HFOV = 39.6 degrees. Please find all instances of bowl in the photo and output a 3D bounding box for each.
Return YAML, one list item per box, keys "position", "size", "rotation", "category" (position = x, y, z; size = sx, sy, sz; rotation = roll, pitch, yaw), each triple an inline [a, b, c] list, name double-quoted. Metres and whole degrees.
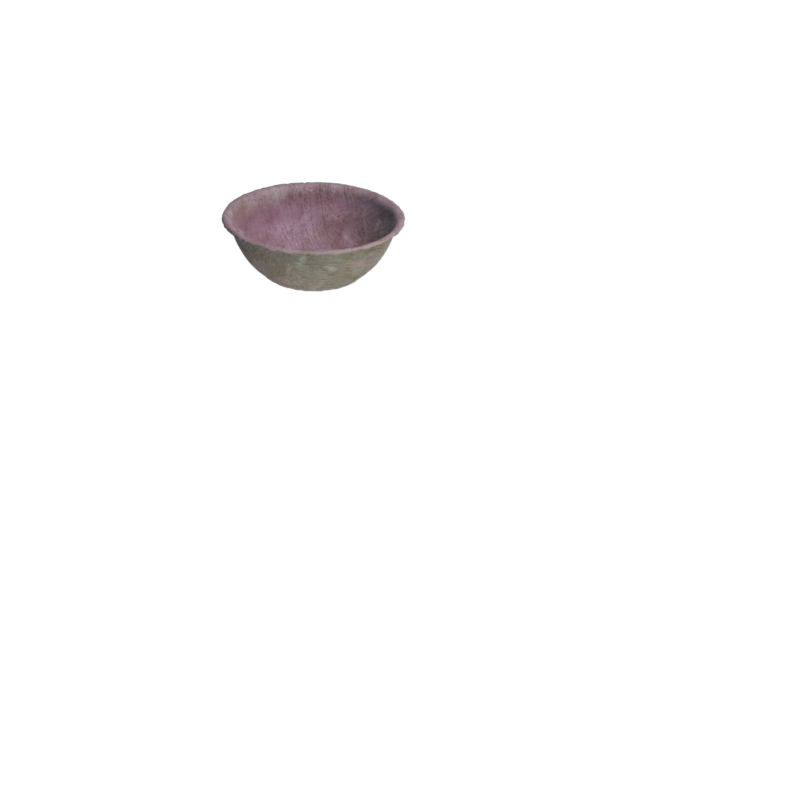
- position: [-0.077, -0.141, 0.990]
  size: [0.162, 0.052, 0.172]
  rotation: [-1, 30, -2]
  category: "bowl"
